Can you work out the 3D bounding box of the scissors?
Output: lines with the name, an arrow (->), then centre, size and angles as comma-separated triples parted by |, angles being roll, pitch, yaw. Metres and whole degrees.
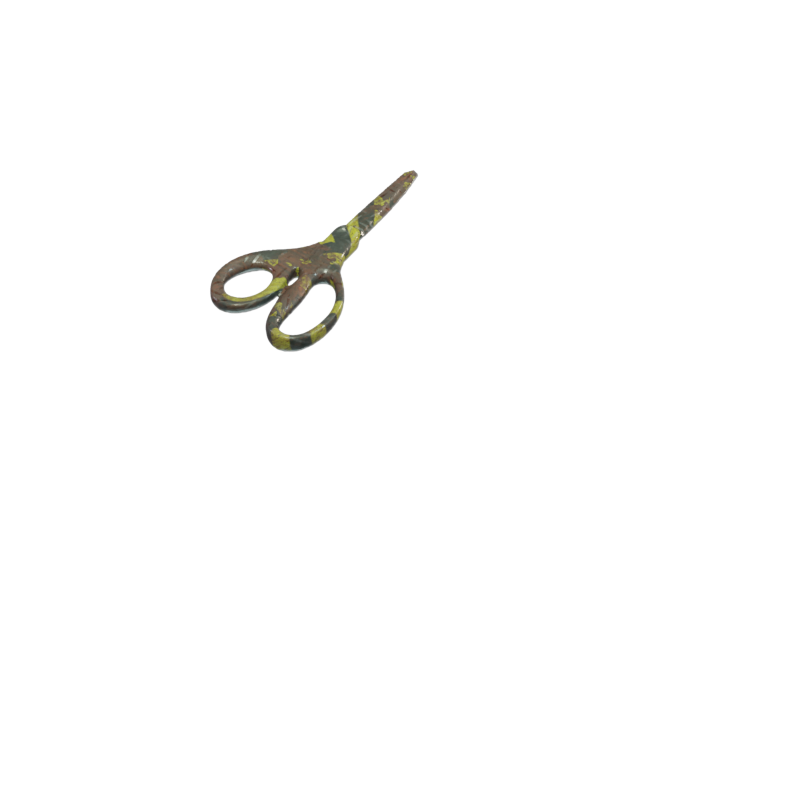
scissors -> -0.059, -0.107, 0.750 | 0.098, 0.015, 0.212 | 10, 44, 11
